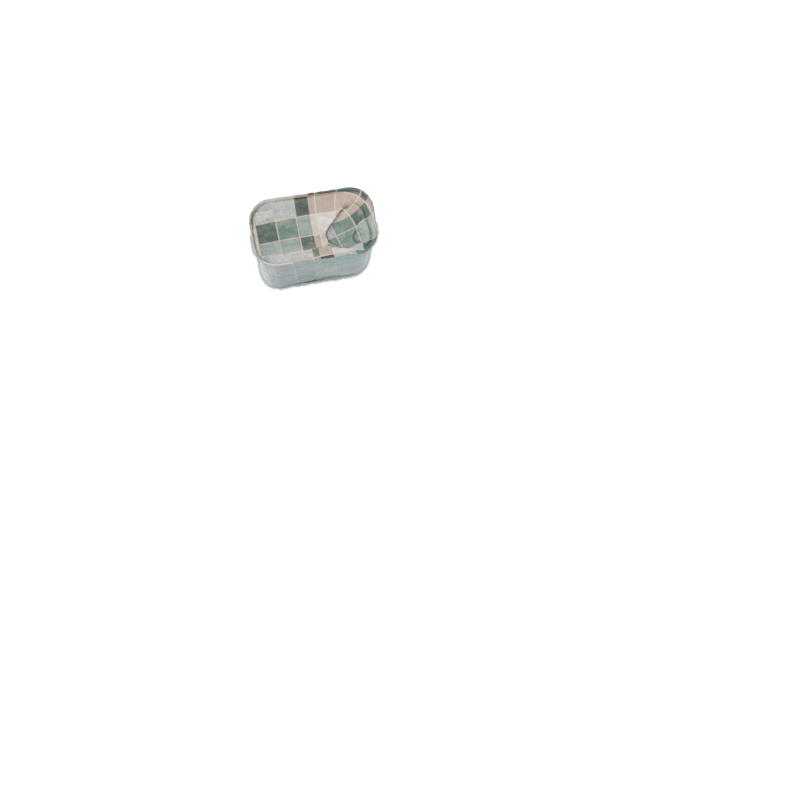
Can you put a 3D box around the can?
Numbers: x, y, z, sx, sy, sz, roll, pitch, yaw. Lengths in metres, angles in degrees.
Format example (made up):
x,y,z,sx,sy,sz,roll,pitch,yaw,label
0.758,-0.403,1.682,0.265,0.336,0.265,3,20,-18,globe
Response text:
x,y,z,sx,sy,sz,roll,pitch,yaw,label
-0.073,-0.133,0.931,0.101,0.060,0.081,-9,-12,-4,can
